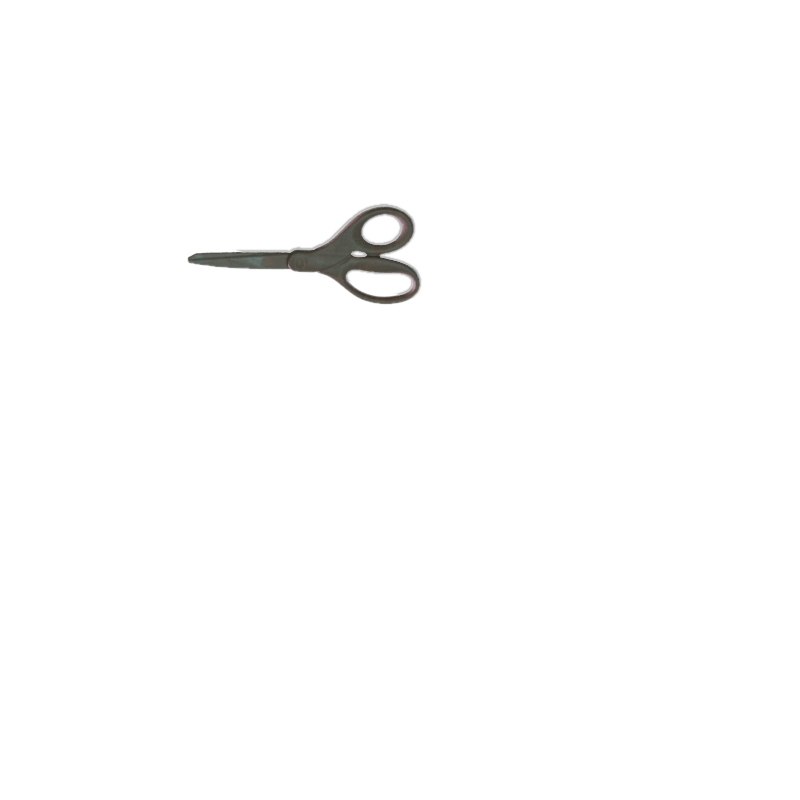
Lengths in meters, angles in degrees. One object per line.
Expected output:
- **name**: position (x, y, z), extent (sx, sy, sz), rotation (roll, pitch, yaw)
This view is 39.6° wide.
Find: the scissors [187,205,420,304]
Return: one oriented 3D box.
- **scissors**: position (-0.075, -0.137, 0.959), extent (0.200, 0.093, 0.016), rotation (15, 16, -4)
